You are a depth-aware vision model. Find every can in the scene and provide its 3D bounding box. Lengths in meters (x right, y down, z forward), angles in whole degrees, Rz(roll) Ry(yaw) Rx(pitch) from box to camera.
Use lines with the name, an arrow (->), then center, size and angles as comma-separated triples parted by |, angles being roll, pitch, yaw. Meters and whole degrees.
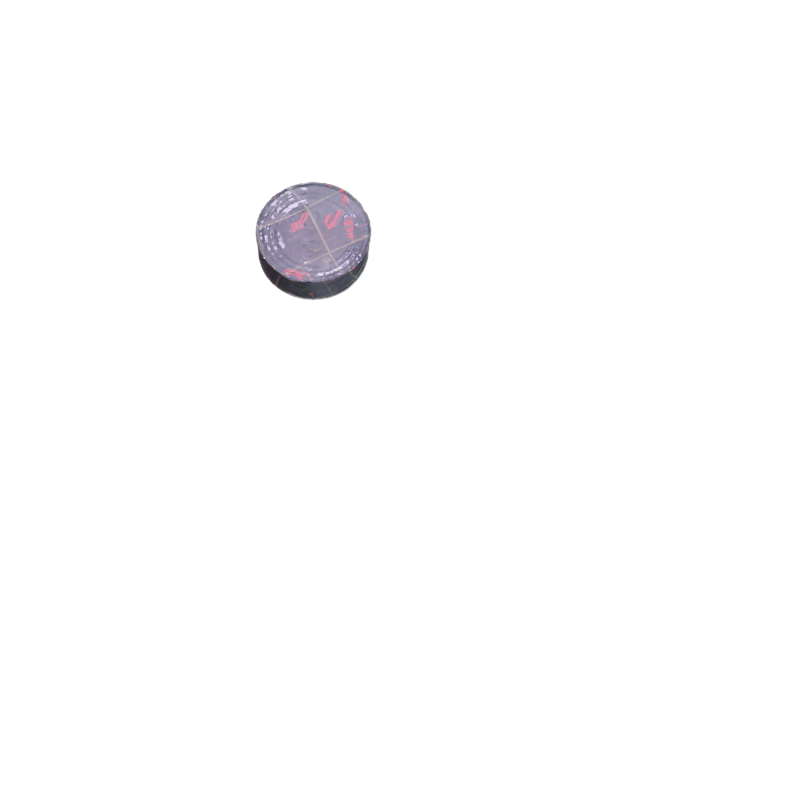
can -> -0.065, -0.119, 0.834 | 0.086, 0.091, 0.032 | -1, -27, -1
